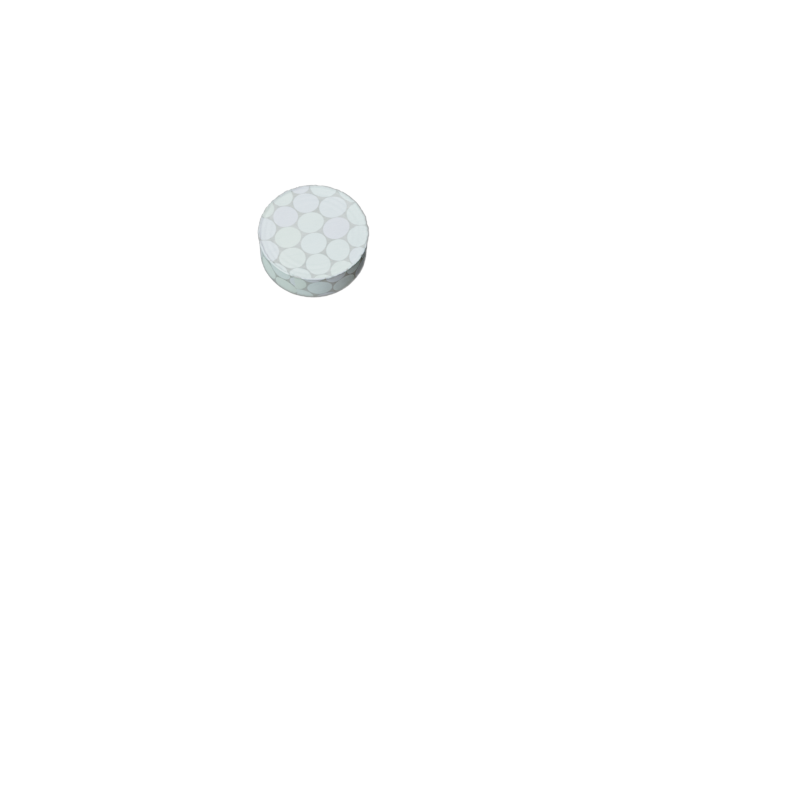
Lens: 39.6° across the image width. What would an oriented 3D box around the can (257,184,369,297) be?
[{"bbox_3d":[-0.068,-0.124,0.868,0.086,0.091,0.032,-1,-29,-1],"label":"can"}]
